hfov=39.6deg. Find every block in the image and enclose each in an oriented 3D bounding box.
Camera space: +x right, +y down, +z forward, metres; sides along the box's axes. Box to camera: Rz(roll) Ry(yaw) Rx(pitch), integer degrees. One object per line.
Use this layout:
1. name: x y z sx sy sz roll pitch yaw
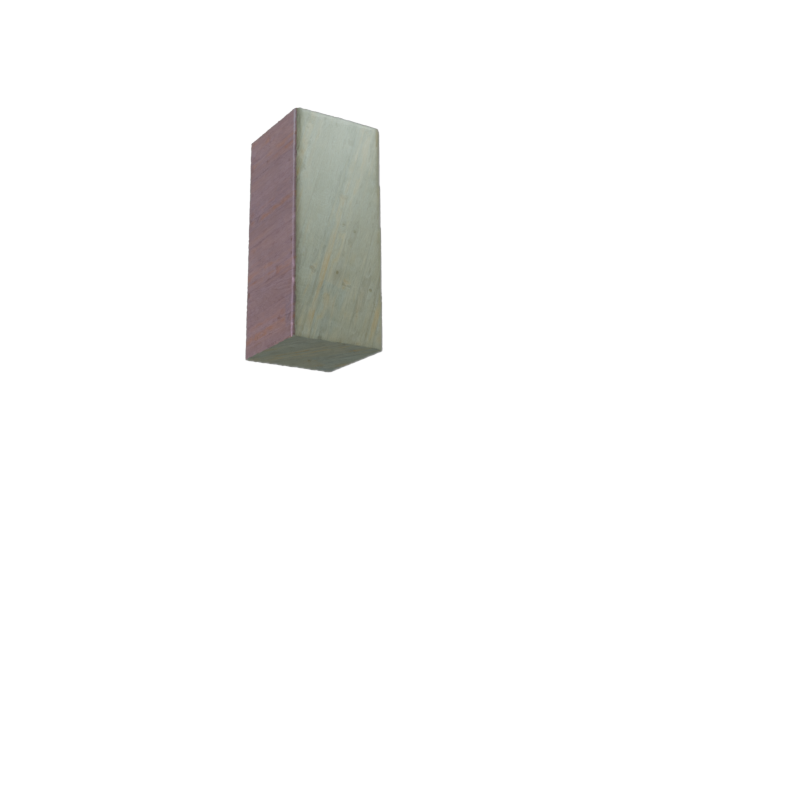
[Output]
1. block: -0.076 -0.139 0.976 0.086 0.216 0.091 11 -22 -31
